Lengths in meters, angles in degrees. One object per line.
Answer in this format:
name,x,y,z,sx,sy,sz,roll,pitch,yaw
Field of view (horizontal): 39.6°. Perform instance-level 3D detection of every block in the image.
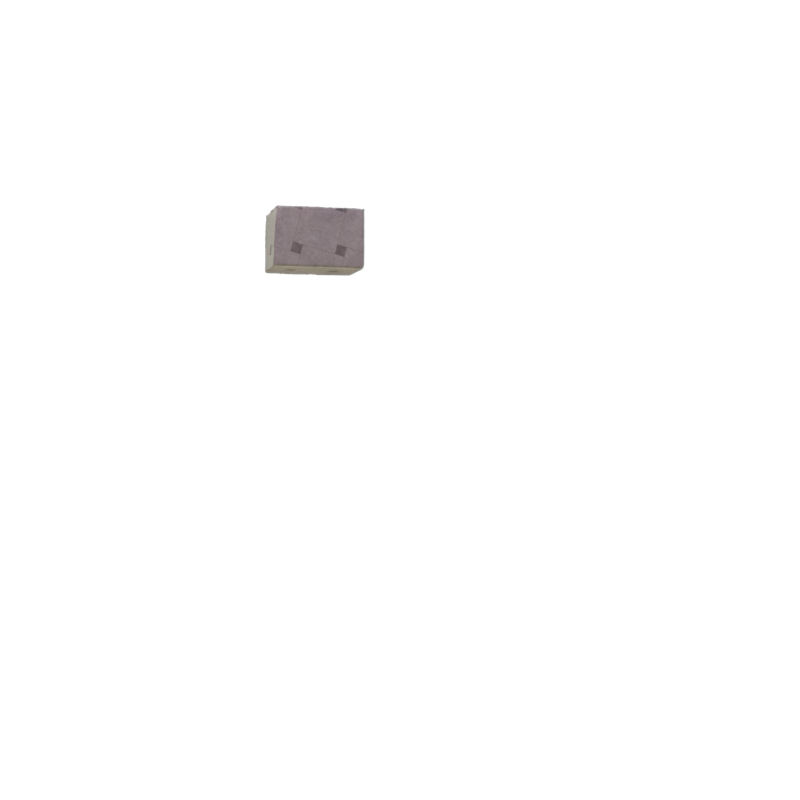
block,-0.074,-0.134,0.939,0.076,0.052,0.053,1,-4,-14
